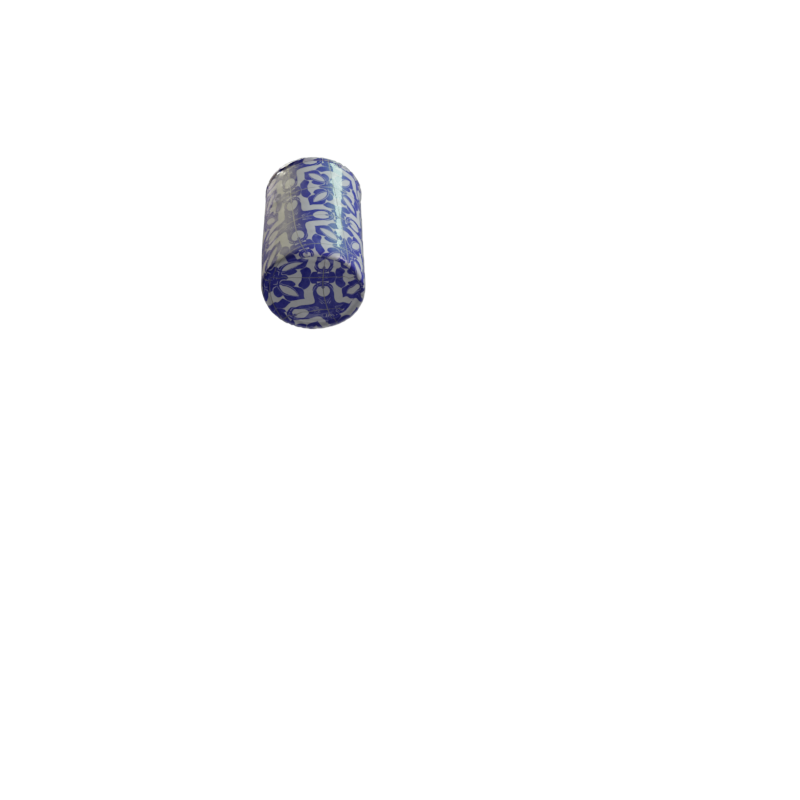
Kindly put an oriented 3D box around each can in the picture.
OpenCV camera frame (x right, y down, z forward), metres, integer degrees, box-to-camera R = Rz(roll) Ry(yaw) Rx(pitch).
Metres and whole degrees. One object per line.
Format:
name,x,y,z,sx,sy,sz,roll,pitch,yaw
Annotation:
can,-0.058,-0.106,0.742,0.068,0.064,0.110,-1,44,-3
